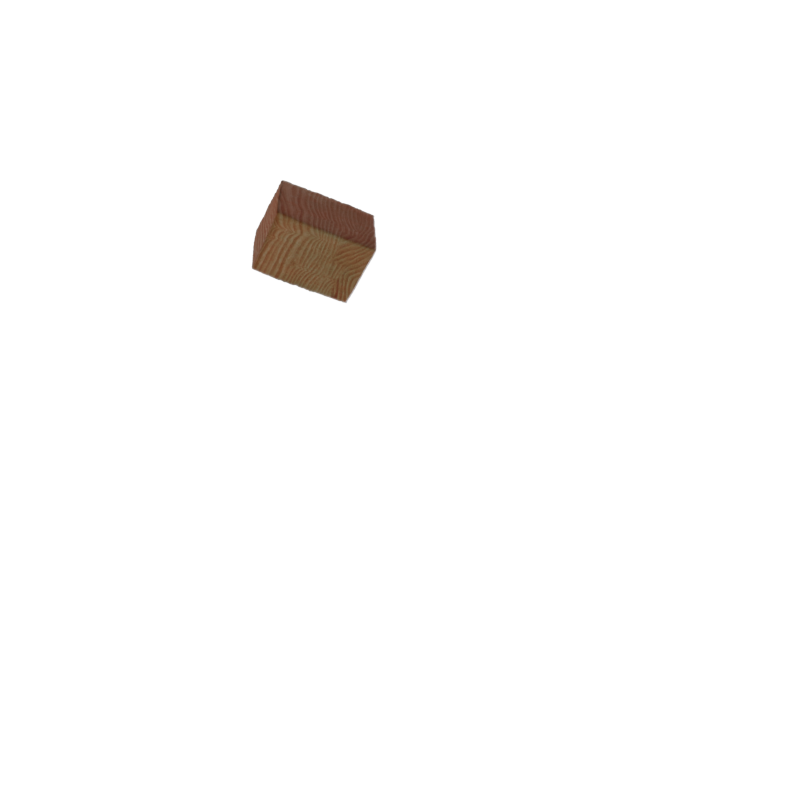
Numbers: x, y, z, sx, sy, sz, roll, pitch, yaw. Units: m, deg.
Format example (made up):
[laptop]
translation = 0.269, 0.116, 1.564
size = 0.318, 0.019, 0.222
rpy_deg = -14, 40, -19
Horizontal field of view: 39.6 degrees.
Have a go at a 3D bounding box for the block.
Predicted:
[block]
translation = -0.063, -0.115, 0.808
size = 0.076, 0.051, 0.055
rpy_deg = 20, 33, -15
